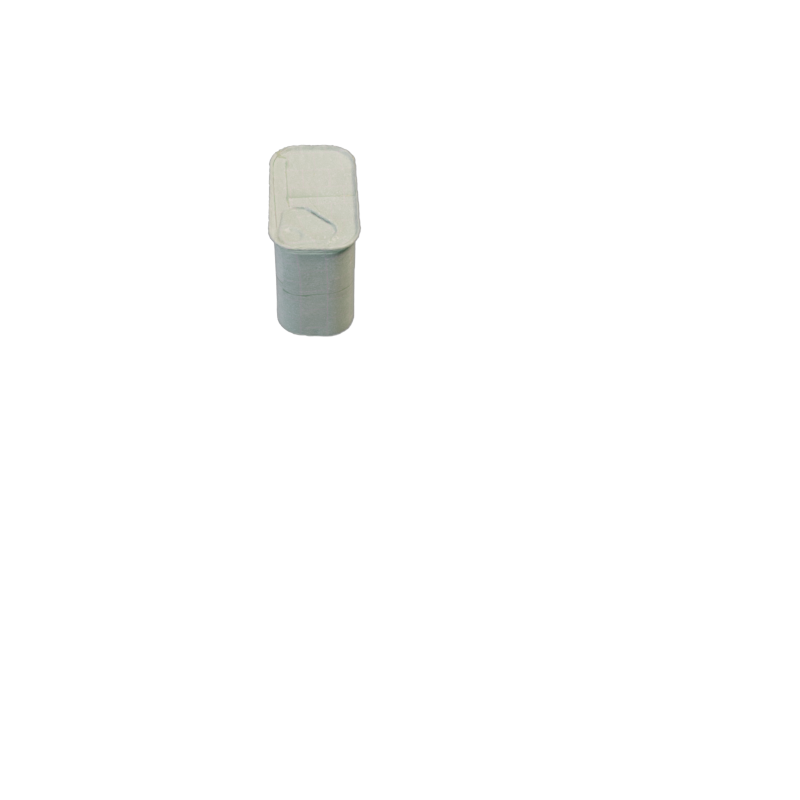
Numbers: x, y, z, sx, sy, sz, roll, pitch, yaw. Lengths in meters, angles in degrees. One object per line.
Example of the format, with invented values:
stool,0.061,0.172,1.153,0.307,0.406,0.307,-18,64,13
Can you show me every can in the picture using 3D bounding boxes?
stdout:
can,-0.057,-0.105,0.733,0.057,0.110,0.078,-1,-43,-4
